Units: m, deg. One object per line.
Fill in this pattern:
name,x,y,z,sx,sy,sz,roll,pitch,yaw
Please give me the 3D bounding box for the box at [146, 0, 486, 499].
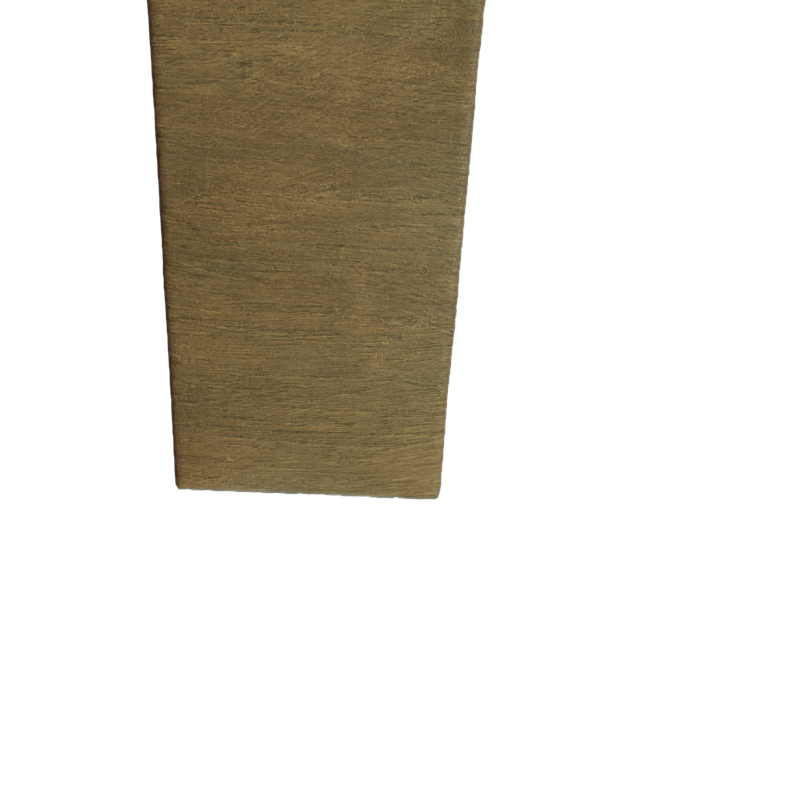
box,-0.027,-0.050,0.348,0.093,0.165,0.051,2,34,0
